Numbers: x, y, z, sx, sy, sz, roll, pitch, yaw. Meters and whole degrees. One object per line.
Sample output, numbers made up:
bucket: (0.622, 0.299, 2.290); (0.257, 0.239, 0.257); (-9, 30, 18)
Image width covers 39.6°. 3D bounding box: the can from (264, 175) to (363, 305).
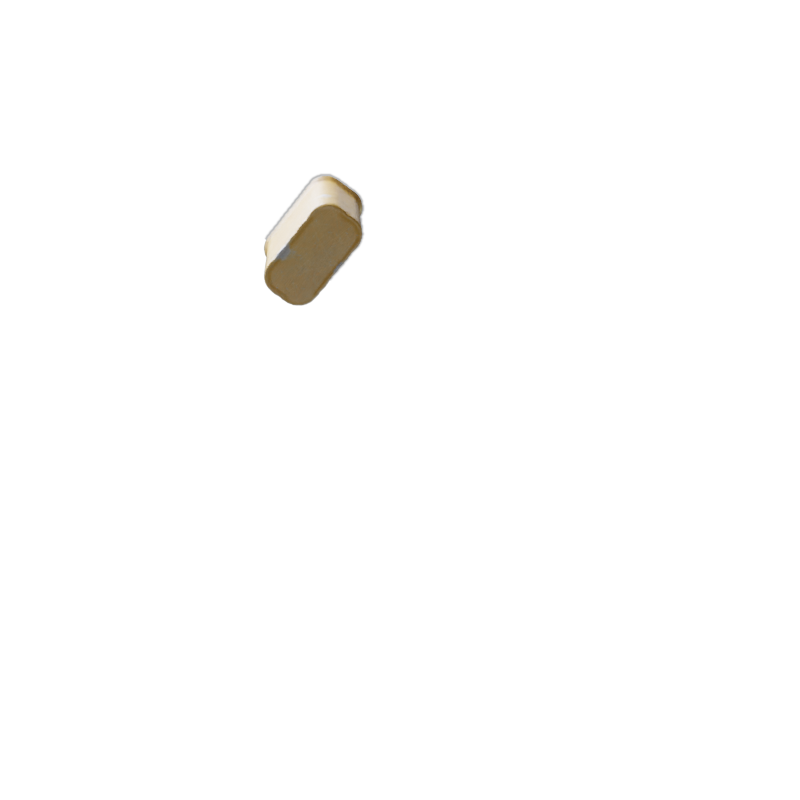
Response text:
can: (-0.077, -0.141, 0.988); (0.056, 0.100, 0.088); (36, 17, -17)
